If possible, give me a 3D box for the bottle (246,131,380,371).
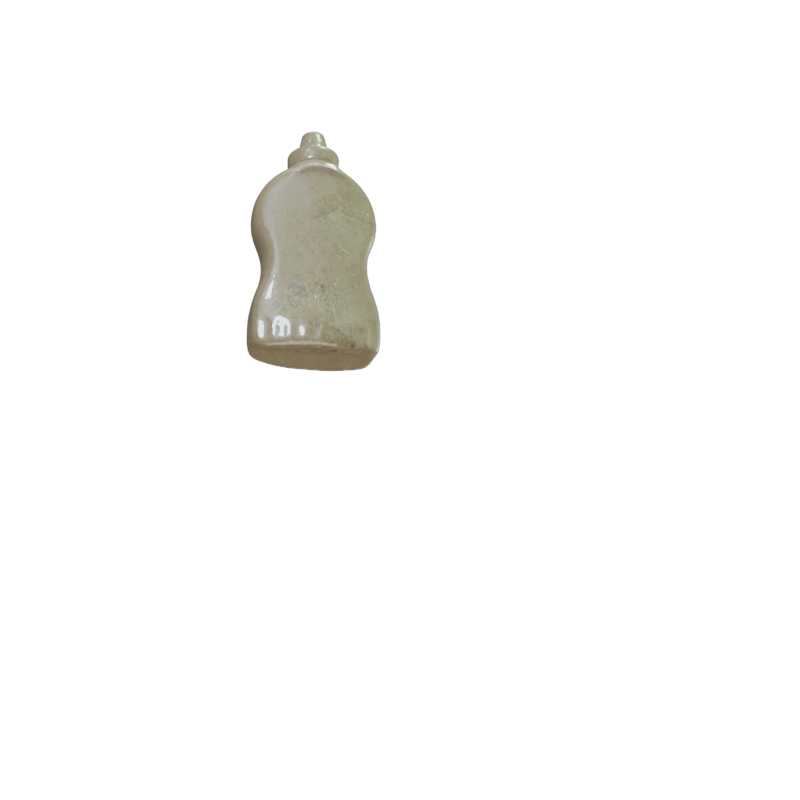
[{"bbox_3d":[-0.066,-0.121,0.846,0.094,0.203,0.056,4,-26,-12],"label":"bottle"}]
